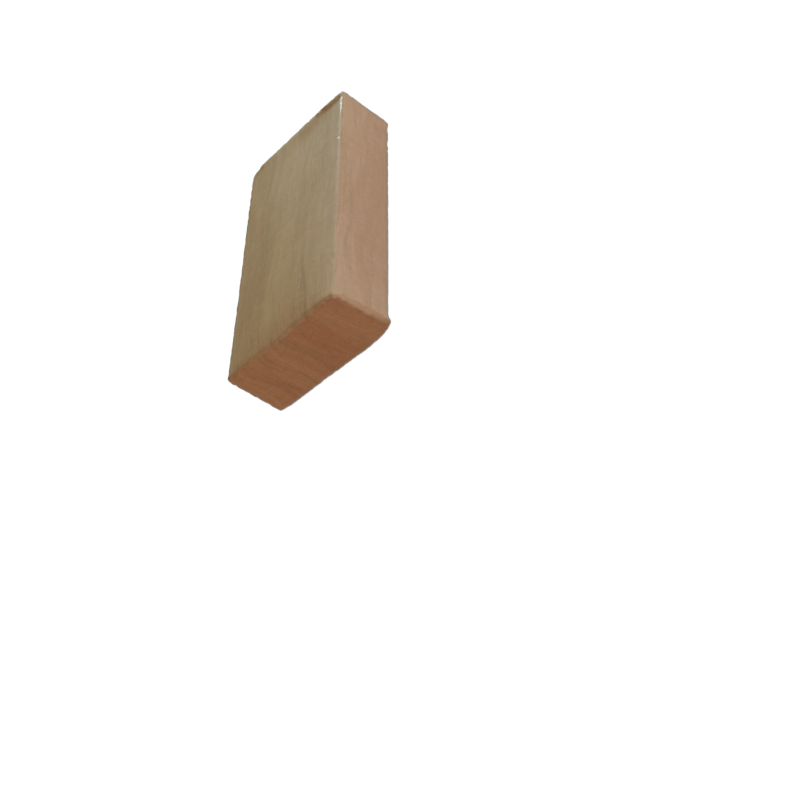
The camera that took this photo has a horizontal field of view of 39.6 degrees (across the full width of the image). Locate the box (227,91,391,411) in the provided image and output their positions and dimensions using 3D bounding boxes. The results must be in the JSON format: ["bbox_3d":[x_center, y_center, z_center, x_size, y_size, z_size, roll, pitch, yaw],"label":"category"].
[{"bbox_3d":[-0.051,-0.092,0.641,0.045,0.189,0.092,31,-52,-32],"label":"box"}]
